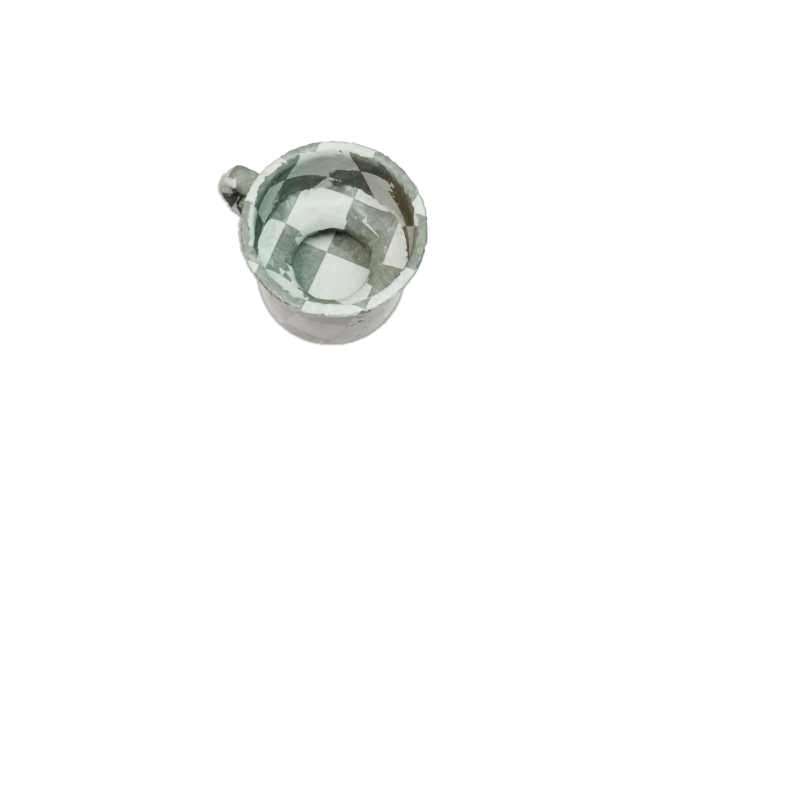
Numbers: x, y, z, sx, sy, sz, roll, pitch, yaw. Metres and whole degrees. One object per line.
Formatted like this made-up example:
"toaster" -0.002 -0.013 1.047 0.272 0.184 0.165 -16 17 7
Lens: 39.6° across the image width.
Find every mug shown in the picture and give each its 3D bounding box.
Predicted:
"mug" -0.046 -0.084 0.585 0.120 0.095 0.078 31 -15 8
